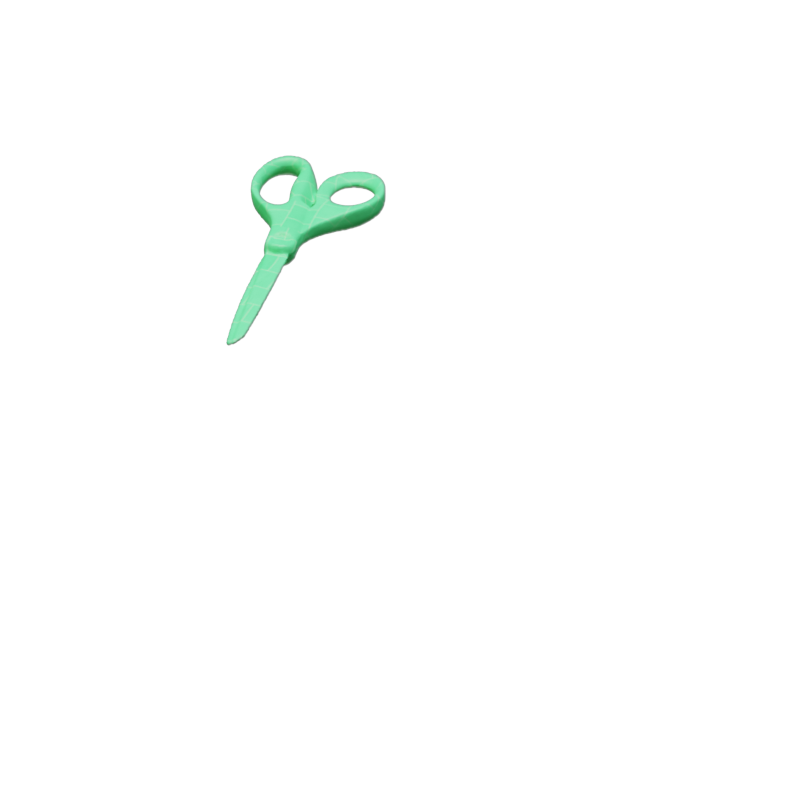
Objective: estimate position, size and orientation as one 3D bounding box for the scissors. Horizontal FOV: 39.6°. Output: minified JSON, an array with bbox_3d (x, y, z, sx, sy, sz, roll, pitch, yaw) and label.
[{"bbox_3d":[-0.052,-0.095,0.665,0.096,0.015,0.216,-3,38,-4],"label":"scissors"}]
